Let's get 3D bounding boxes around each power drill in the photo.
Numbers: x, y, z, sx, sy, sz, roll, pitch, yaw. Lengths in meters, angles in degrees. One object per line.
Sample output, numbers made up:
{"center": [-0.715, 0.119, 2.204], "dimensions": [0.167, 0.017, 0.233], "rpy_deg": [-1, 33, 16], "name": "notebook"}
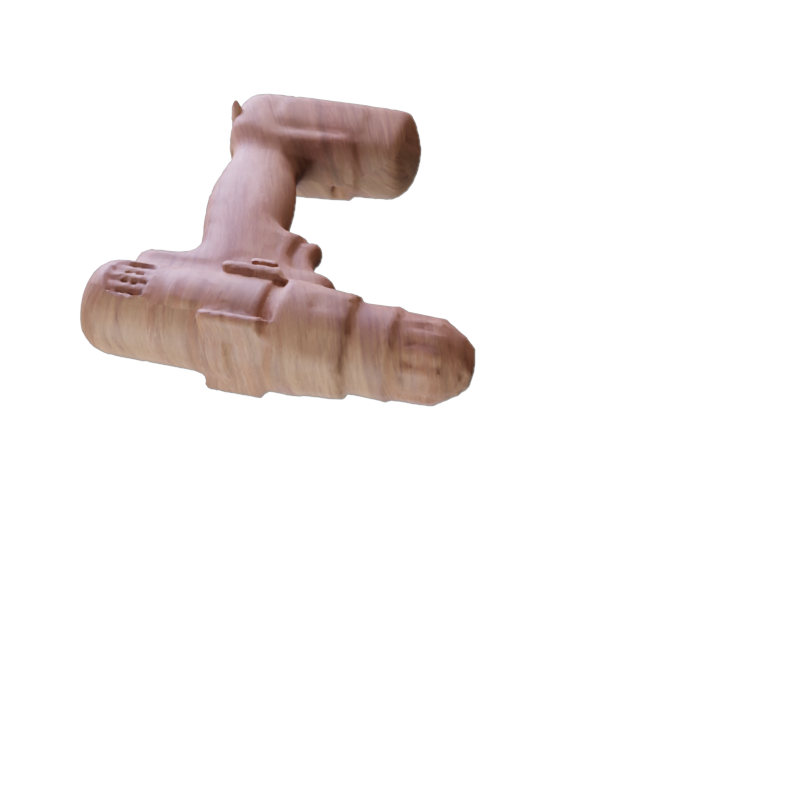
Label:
{"center": [-0.044, -0.079, 0.556], "dimensions": [0.188, 0.053, 0.198], "rpy_deg": [10, 44, 10], "name": "power drill"}
